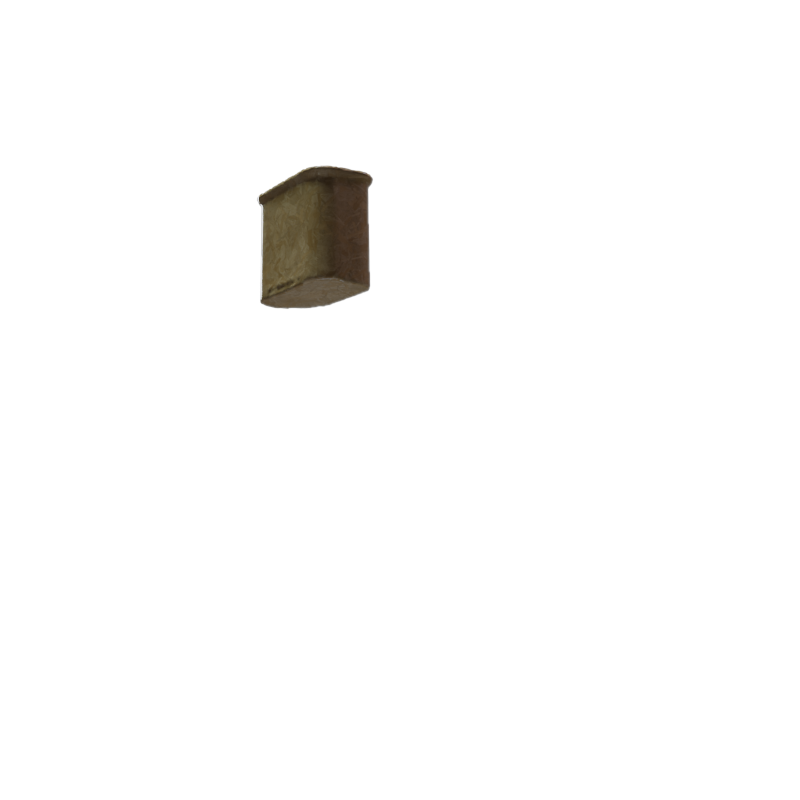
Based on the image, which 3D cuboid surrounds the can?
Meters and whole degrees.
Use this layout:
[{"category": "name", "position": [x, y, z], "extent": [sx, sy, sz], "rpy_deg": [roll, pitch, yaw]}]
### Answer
[{"category": "can", "position": [-0.064, -0.117, 0.818], "extent": [0.055, 0.087, 0.103], "rpy_deg": [8, -14, -33]}]
